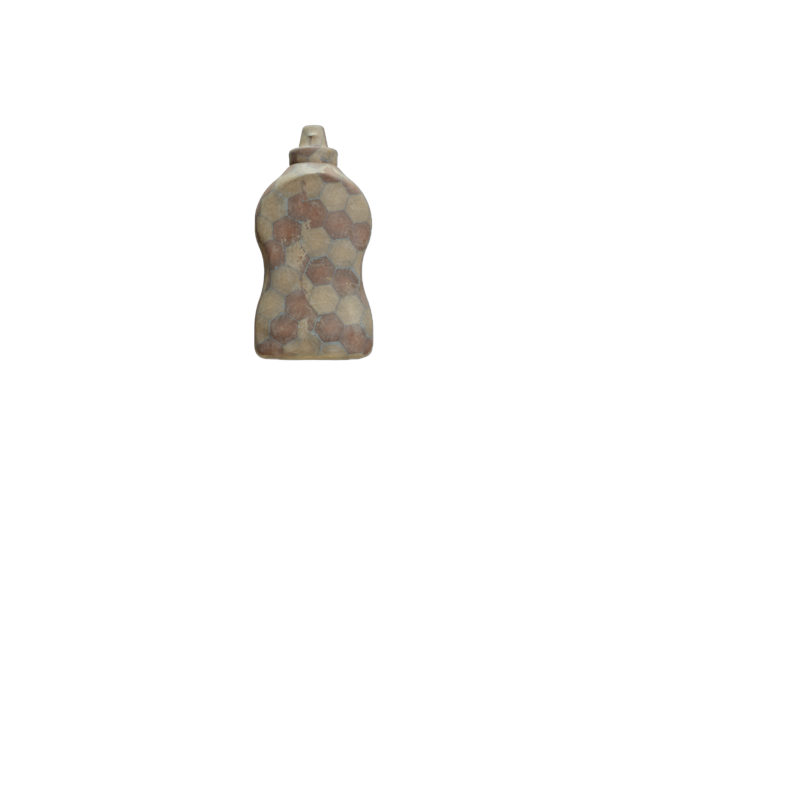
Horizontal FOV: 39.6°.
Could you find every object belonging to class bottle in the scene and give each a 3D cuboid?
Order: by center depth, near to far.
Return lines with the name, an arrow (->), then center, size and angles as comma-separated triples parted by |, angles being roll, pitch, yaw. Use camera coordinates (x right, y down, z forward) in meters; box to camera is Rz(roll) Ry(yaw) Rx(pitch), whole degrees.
bottle -> -0.071, -0.129, 0.906 | 0.096, 0.195, 0.058 | 0, -7, -3
